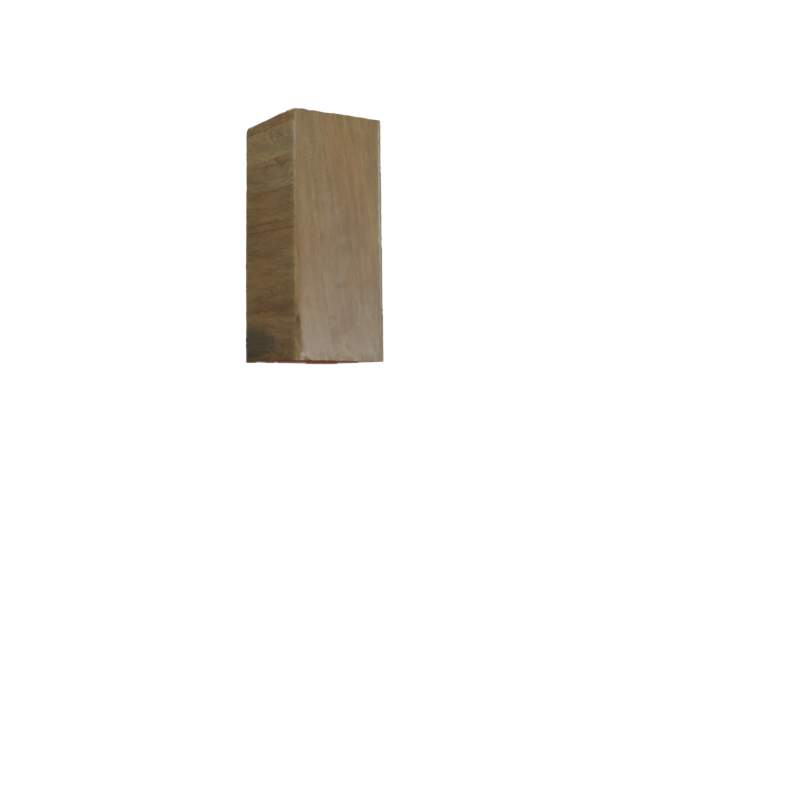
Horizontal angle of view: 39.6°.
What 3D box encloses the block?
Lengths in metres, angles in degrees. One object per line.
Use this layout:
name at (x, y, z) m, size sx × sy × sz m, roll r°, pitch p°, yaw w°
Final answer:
block at (-0.075, -0.136, 0.952) m, size 0.087 × 0.210 × 0.093 m, roll 4°, pitch -8°, yaw -32°
